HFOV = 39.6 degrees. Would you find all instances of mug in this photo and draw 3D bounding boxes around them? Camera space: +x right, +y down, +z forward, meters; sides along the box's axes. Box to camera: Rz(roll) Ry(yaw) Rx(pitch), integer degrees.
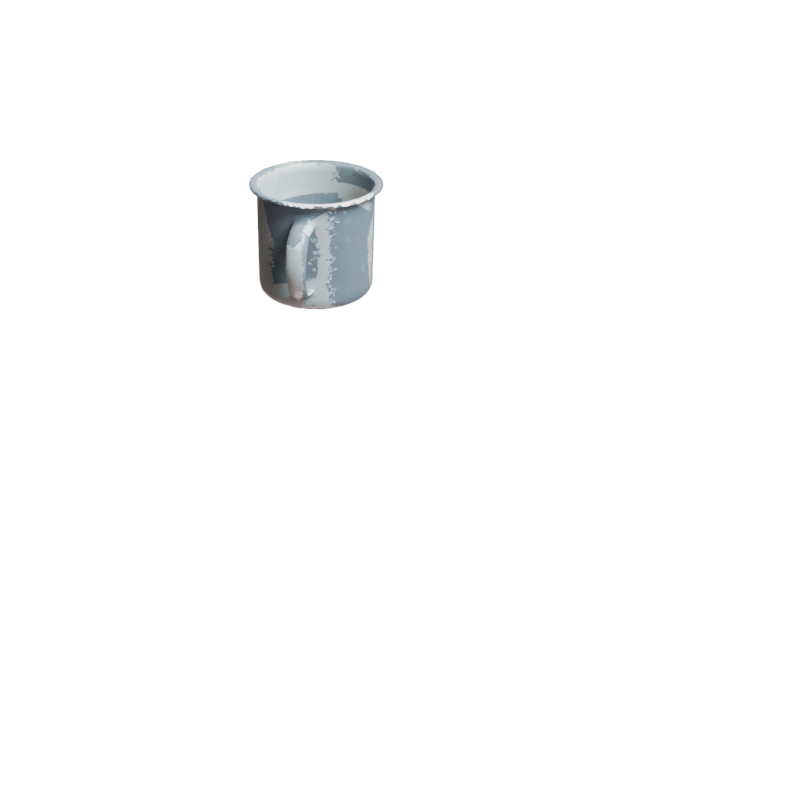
[{"bbox_3d":[-0.061,-0.110,0.774,0.094,0.077,0.123,3,28,5],"label":"mug"}]
